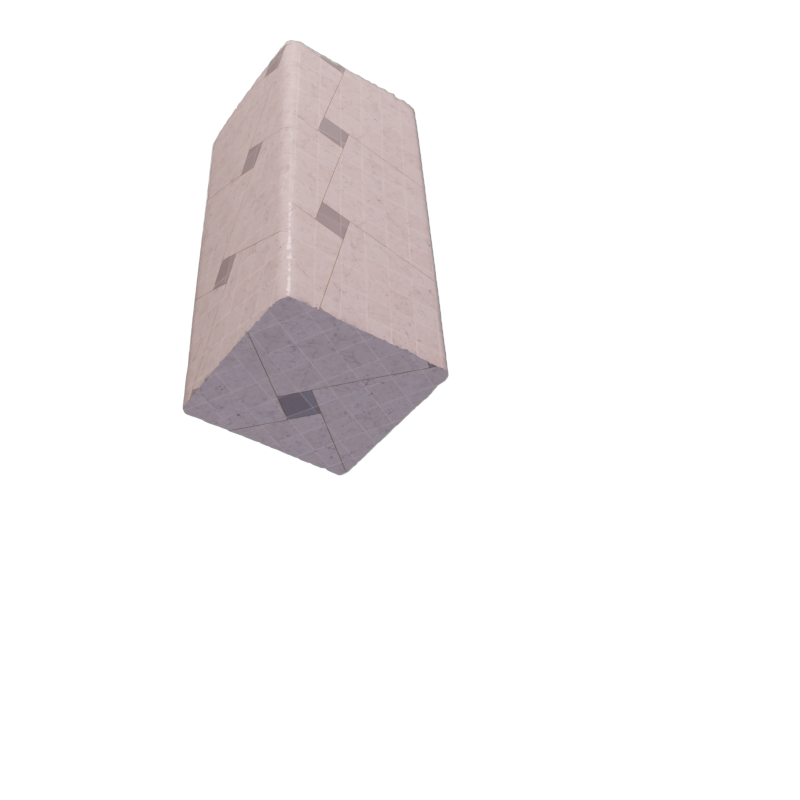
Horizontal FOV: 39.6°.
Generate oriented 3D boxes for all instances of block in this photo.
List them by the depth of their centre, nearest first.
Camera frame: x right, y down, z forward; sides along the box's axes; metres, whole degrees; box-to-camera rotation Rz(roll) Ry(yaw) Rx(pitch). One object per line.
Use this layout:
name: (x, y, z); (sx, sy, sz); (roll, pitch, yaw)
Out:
block: (-0.045, -0.082, 0.570); (0.086, 0.221, 0.088); (25, -52, -25)
